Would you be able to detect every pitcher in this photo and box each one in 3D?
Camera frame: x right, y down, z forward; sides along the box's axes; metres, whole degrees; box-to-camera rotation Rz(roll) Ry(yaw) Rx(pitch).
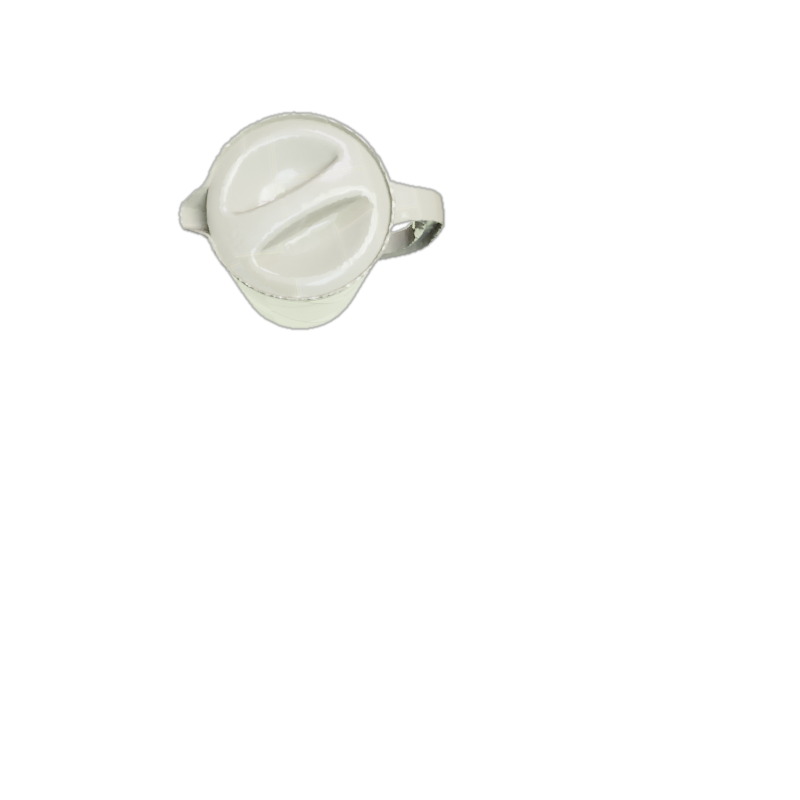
[{"bbox_3d":[-0.068,-0.125,0.872,0.151,0.146,0.238,41,-7,2],"label":"pitcher"}]
